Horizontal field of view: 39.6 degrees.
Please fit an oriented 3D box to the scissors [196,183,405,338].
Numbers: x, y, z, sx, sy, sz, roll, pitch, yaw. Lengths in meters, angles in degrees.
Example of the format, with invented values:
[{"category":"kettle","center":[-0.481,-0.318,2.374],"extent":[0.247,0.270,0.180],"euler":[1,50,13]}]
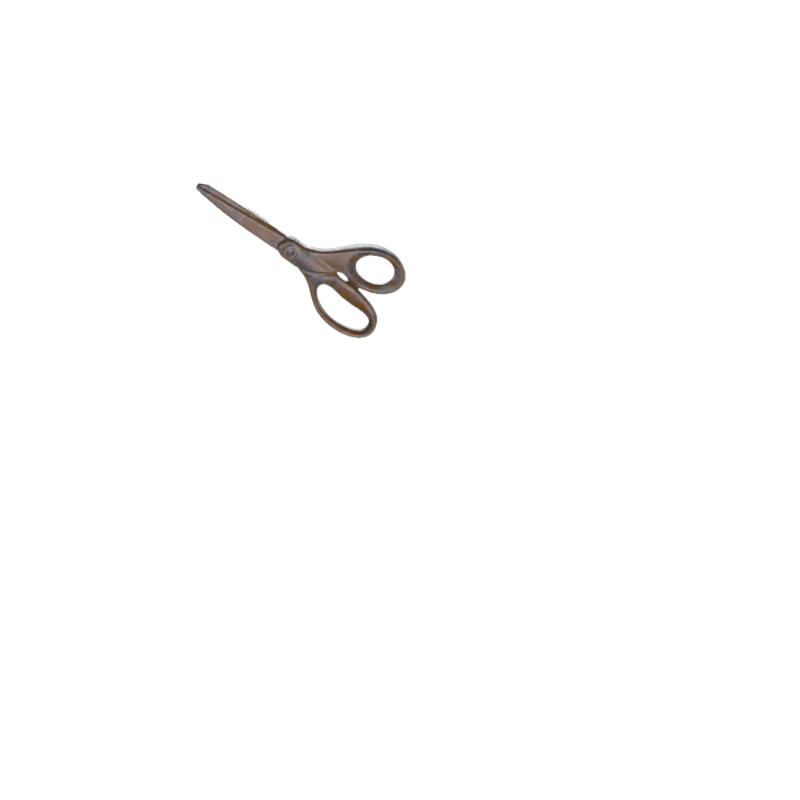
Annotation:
[{"category":"scissors","center":[-0.075,-0.136,0.952],"extent":[0.096,0.192,0.017],"euler":[-35,20,15]}]
